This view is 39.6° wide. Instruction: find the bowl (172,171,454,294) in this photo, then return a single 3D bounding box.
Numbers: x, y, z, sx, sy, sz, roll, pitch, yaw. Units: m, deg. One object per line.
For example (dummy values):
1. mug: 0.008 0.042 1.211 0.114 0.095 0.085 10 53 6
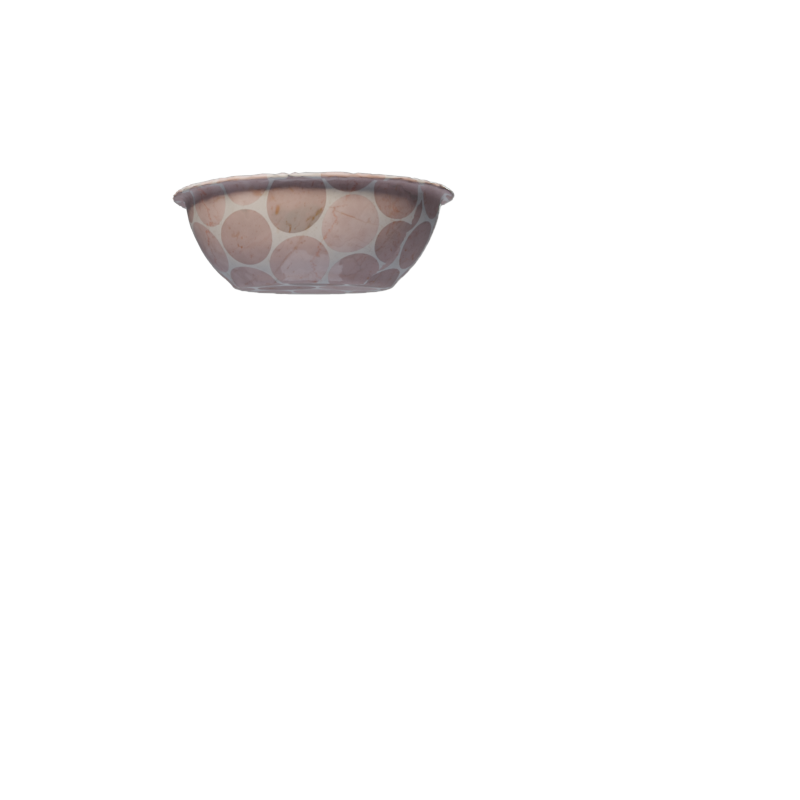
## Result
1. bowl: -0.050 -0.091 0.638 0.162 0.055 0.161 0 1 -2
